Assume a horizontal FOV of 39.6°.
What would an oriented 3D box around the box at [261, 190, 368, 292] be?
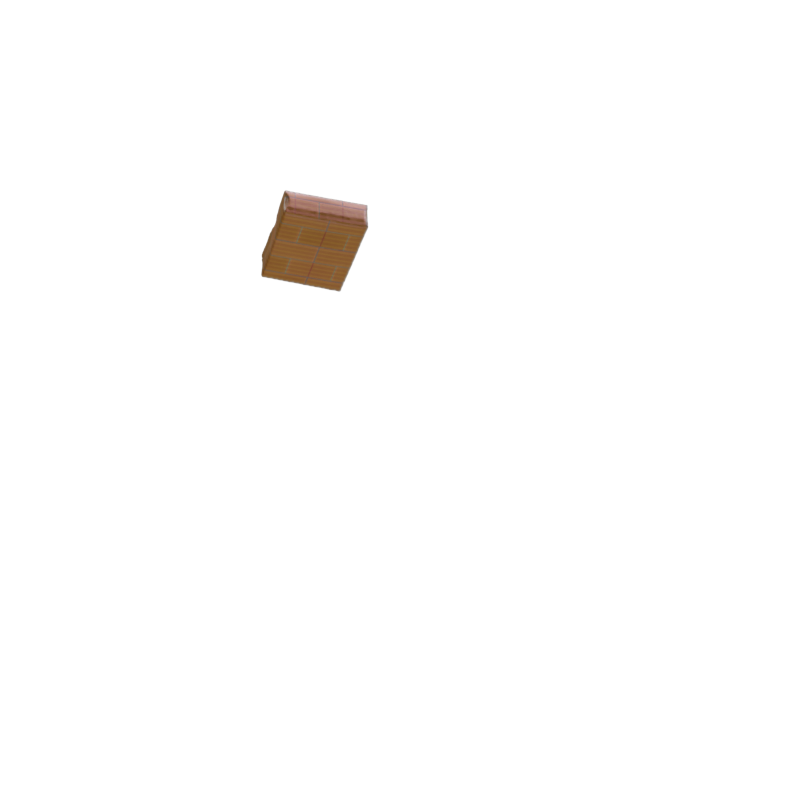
[{"bbox_3d":[-0.075,-0.136,0.952,0.072,0.032,0.085,10,-39,-14],"label":"box"}]
